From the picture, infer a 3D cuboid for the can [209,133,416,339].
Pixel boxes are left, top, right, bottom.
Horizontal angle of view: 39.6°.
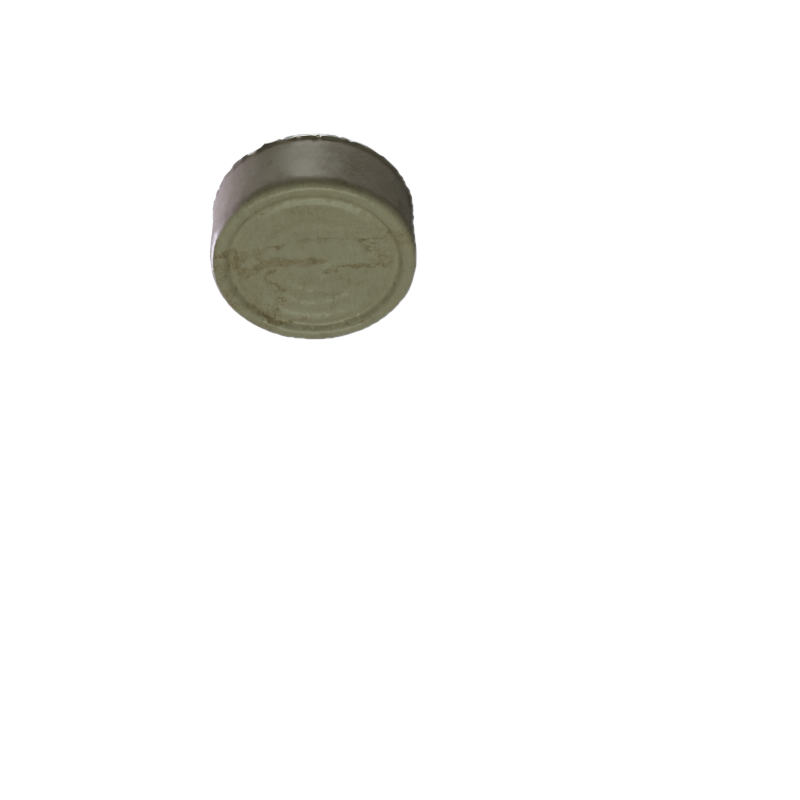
[{"bbox_3d":[-0.036,-0.066,0.460,0.086,0.080,0.036,1,43,-1],"label":"can"}]
